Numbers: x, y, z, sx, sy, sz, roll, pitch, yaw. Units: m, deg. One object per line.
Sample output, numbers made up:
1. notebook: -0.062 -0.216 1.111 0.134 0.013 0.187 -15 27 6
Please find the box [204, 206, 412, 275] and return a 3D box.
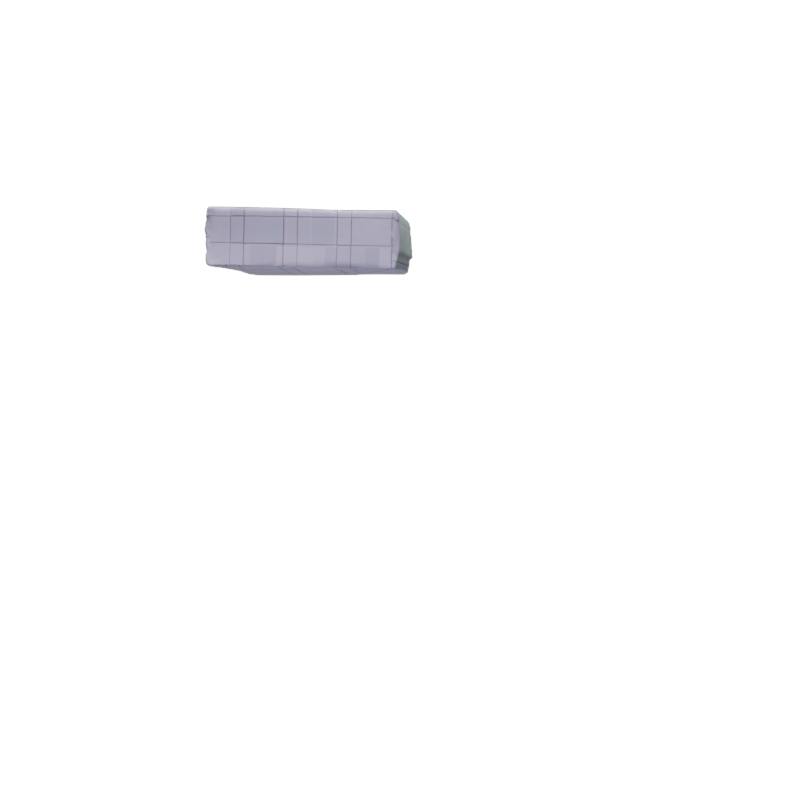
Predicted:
1. box: -0.052 -0.095 0.668 0.115 0.039 0.089 0 3 7
